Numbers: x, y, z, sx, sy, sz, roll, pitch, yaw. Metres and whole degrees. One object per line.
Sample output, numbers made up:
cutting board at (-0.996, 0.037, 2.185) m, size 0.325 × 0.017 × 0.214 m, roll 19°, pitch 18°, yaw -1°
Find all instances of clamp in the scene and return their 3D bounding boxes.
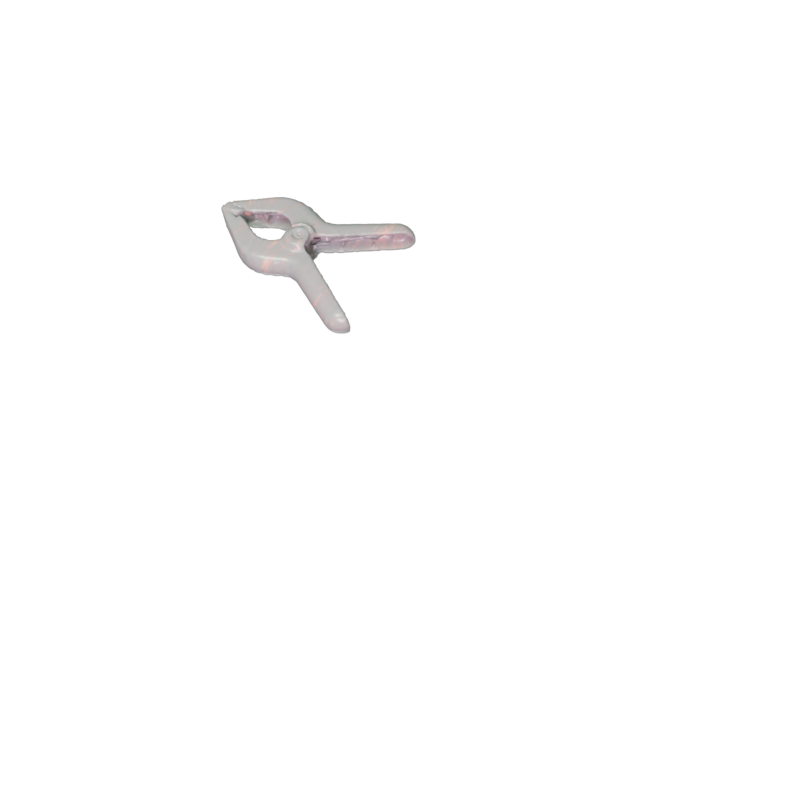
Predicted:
clamp at (-0.076, -0.138, 0.966) m, size 0.181 × 0.036 × 0.122 m, roll 34°, pitch 58°, yaw 25°
